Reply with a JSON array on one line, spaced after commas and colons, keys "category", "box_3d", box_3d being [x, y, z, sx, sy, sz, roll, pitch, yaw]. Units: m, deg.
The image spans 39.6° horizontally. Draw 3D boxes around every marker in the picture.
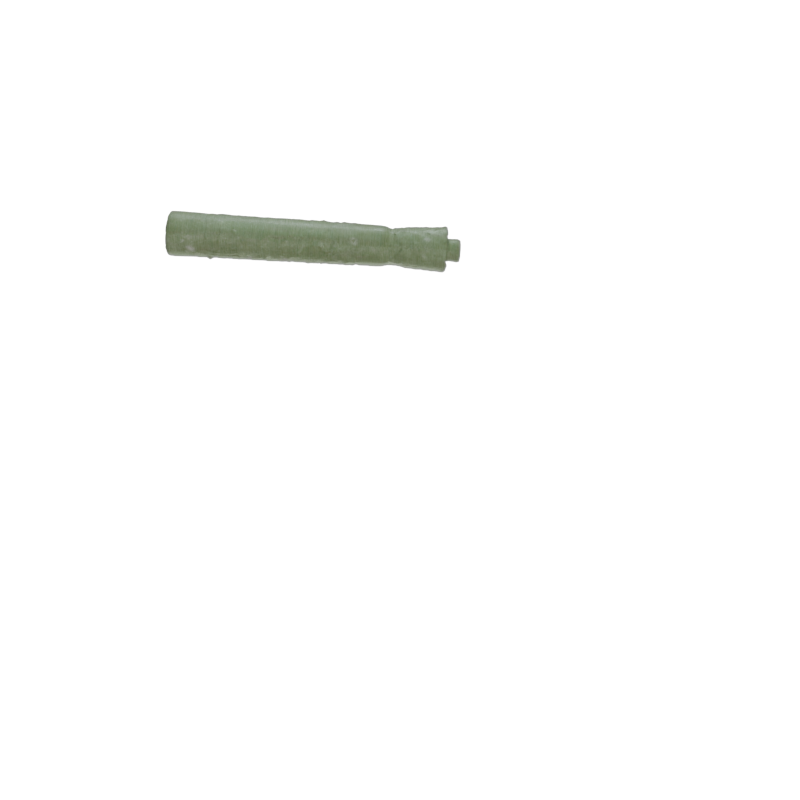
[{"category": "marker", "box_3d": [-0.036, -0.066, 0.459, 0.121, 0.020, 0.020, 4, 4, 4]}]
